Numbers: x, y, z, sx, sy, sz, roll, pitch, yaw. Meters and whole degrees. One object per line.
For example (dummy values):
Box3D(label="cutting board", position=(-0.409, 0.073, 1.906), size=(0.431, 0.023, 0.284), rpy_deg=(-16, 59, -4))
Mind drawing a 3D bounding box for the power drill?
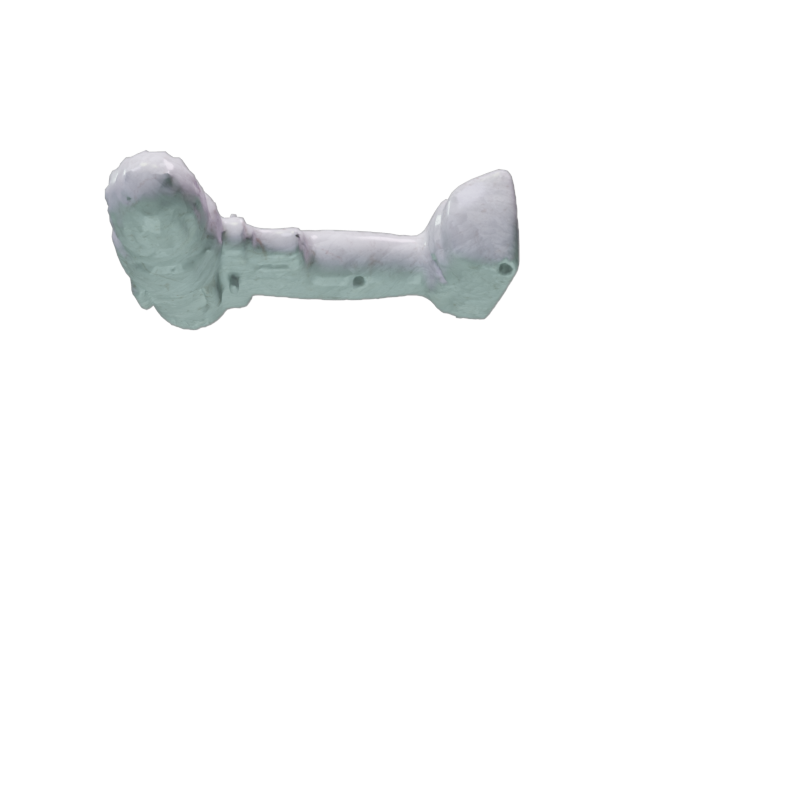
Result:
Box3D(label="power drill", position=(-0.042, -0.077, 0.536), size=(0.187, 0.059, 0.179), rpy_deg=(0, -8, -2))
